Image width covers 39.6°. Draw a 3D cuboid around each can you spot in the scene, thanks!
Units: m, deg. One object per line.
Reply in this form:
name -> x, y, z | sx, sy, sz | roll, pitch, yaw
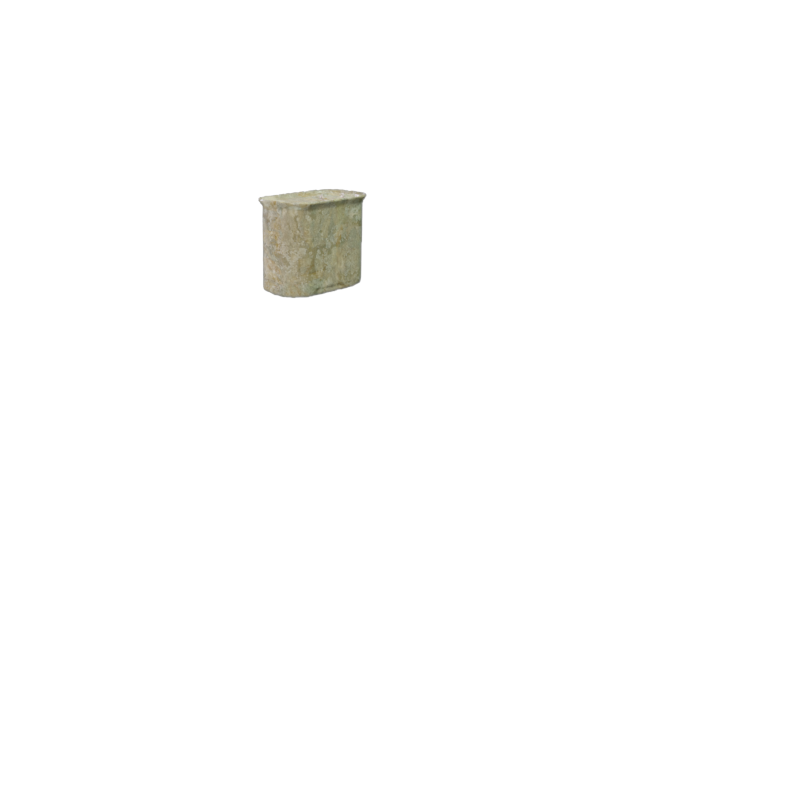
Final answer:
can -> -0.077, -0.141, 0.987 | 0.060, 0.082, 0.100 | 11, 18, 39
